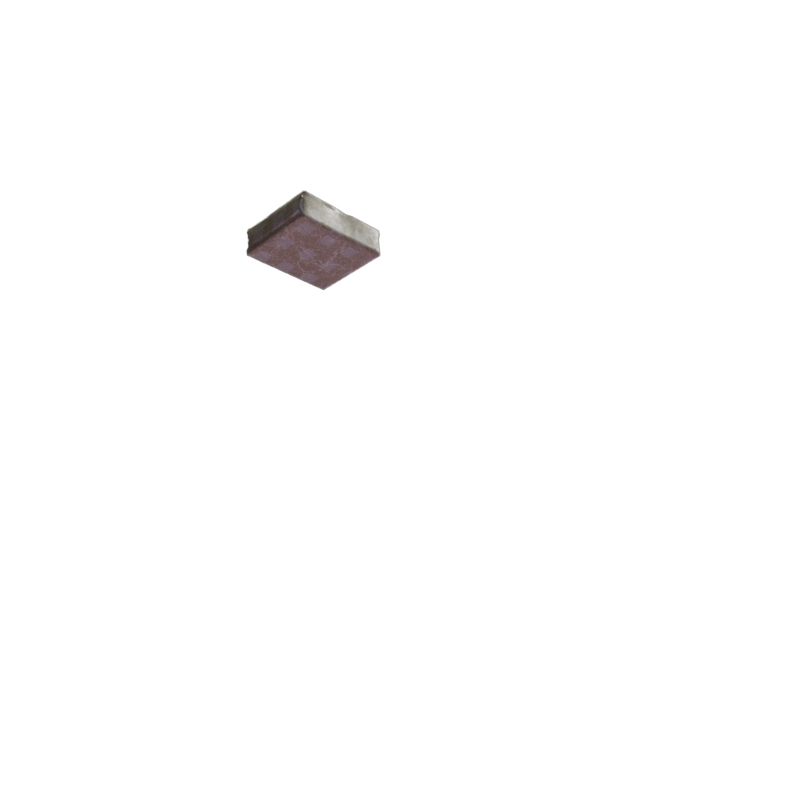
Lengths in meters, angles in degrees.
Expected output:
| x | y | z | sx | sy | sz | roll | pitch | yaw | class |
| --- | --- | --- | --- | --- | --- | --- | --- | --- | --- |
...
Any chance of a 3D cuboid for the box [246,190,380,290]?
| x | y | z | sx | sy | sz | roll | pitch | yaw | class |
| --- | --- | --- | --- | --- | --- | --- | --- | --- | --- |
| -0.073 | -0.133 | 0.928 | 0.084 | 0.032 | 0.073 | 24 | -38 | -36 | box |
